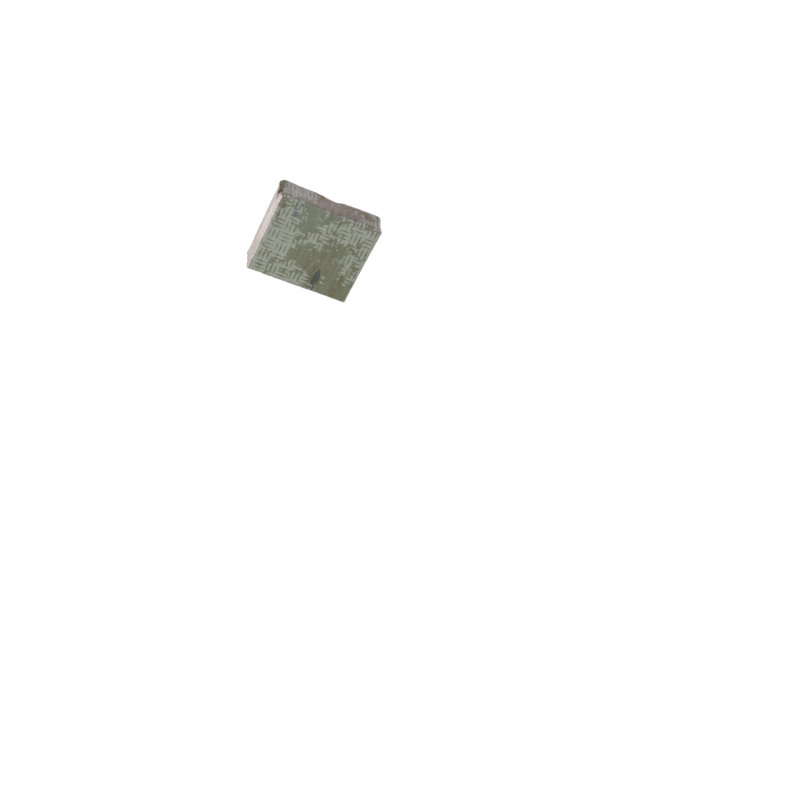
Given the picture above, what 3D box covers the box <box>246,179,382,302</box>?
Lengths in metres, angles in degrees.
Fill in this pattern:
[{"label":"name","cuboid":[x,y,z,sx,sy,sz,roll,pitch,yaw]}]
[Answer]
[{"label":"box","cuboid":[-0.070,-0.127,0.891,0.087,0.070,0.032,21,30,-13]}]
